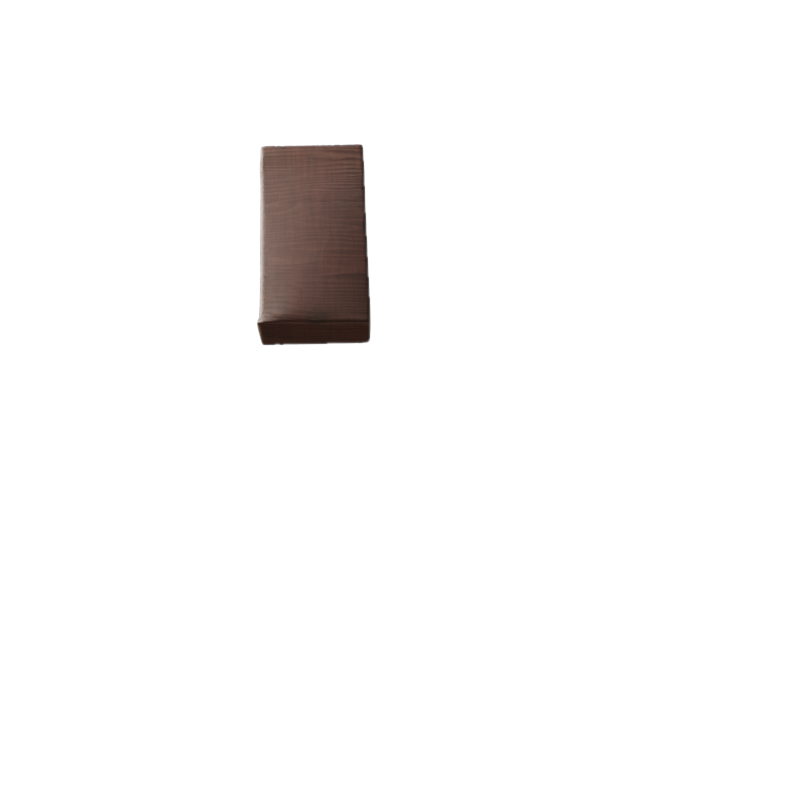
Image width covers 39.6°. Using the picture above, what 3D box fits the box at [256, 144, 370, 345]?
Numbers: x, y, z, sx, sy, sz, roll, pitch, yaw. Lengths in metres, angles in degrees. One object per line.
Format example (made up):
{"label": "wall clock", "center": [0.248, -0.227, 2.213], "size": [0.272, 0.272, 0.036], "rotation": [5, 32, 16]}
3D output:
{"label": "box", "center": [-0.074, -0.135, 0.949], "size": [0.093, 0.188, 0.045], "rotation": [-2, -30, -1]}
